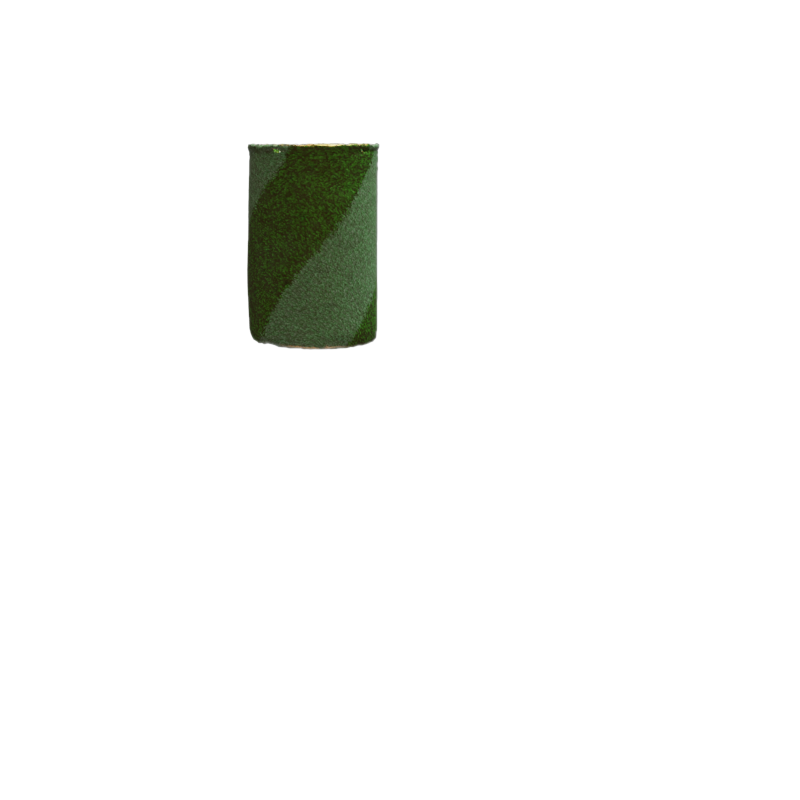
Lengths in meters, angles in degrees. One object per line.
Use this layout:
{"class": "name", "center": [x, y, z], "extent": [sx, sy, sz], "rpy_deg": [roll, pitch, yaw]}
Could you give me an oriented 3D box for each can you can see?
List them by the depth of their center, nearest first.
{"class": "can", "center": [-0.045, -0.082, 0.576], "extent": [0.068, 0.101, 0.070], "rpy_deg": [0, 7, -2]}
